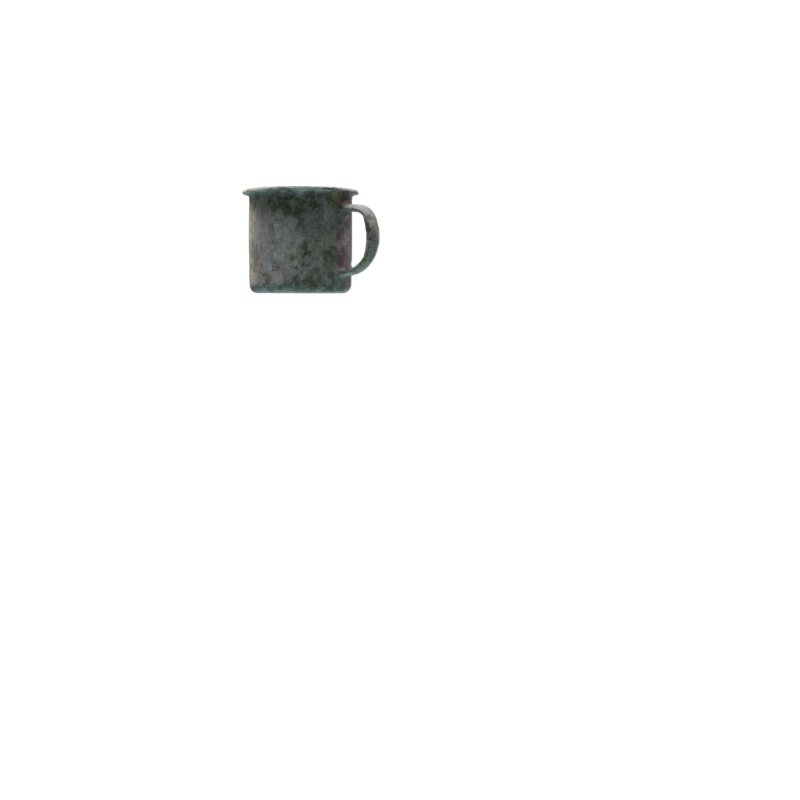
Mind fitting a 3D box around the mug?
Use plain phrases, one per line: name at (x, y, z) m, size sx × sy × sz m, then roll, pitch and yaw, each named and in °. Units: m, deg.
mug at (-0.068, -0.125, 0.874) m, size 0.121 × 0.082 × 0.090 m, roll 2°, pitch 2°, yaw 29°
